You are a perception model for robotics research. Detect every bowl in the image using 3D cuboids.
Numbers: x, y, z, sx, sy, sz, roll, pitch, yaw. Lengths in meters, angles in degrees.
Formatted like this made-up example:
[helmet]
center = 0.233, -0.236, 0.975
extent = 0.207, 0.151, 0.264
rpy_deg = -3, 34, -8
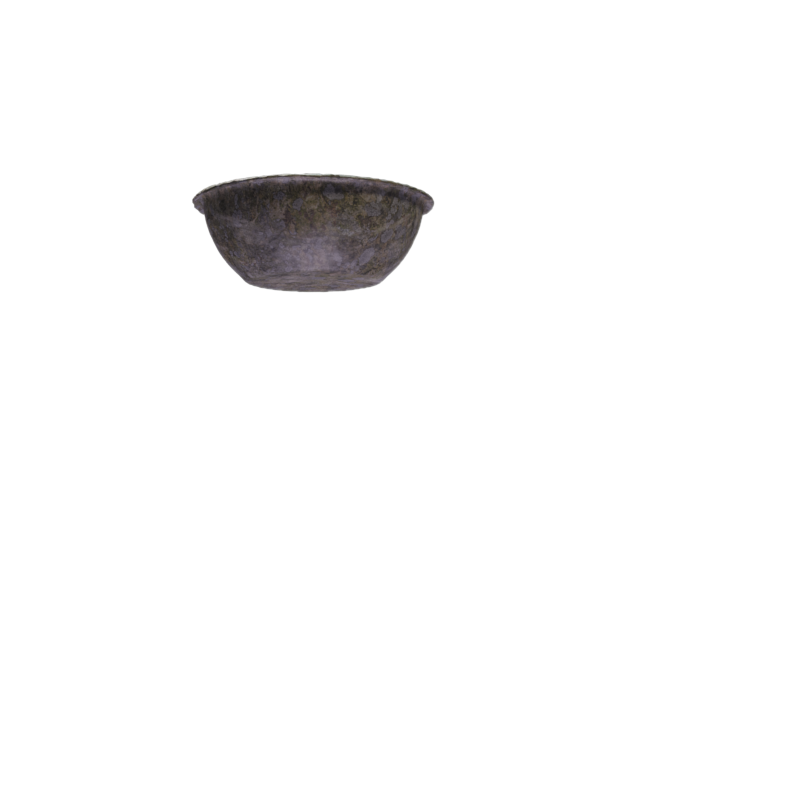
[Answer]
[bowl]
center = -0.058, -0.105, 0.737
extent = 0.162, 0.056, 0.159
rpy_deg = 0, -4, -2
